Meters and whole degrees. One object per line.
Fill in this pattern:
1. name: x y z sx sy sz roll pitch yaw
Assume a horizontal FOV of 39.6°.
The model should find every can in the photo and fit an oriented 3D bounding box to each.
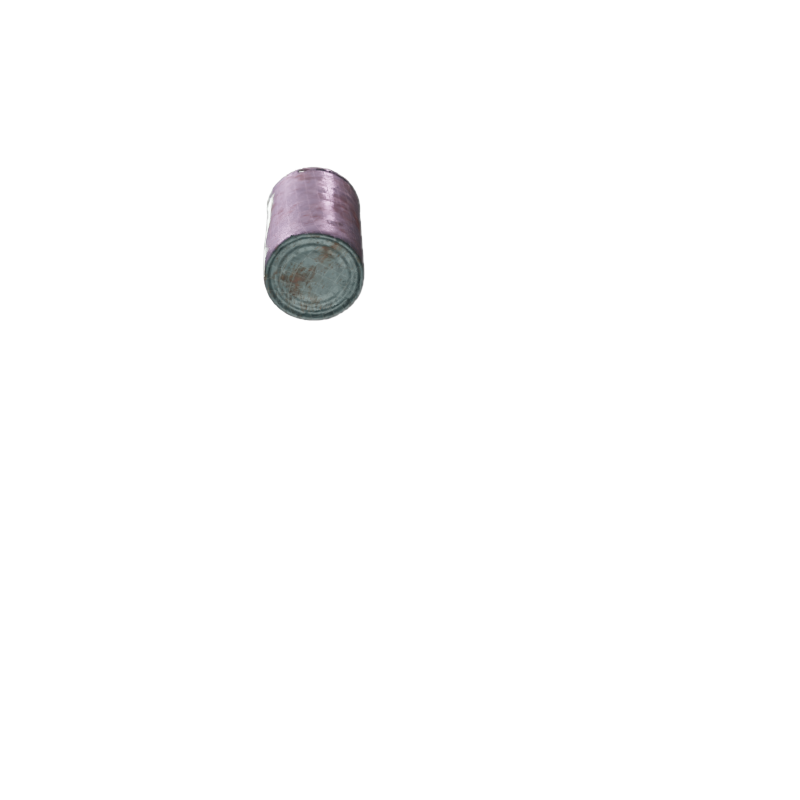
1. can: -0.060 -0.109 0.761 0.068 0.064 0.109 -1 33 -3
